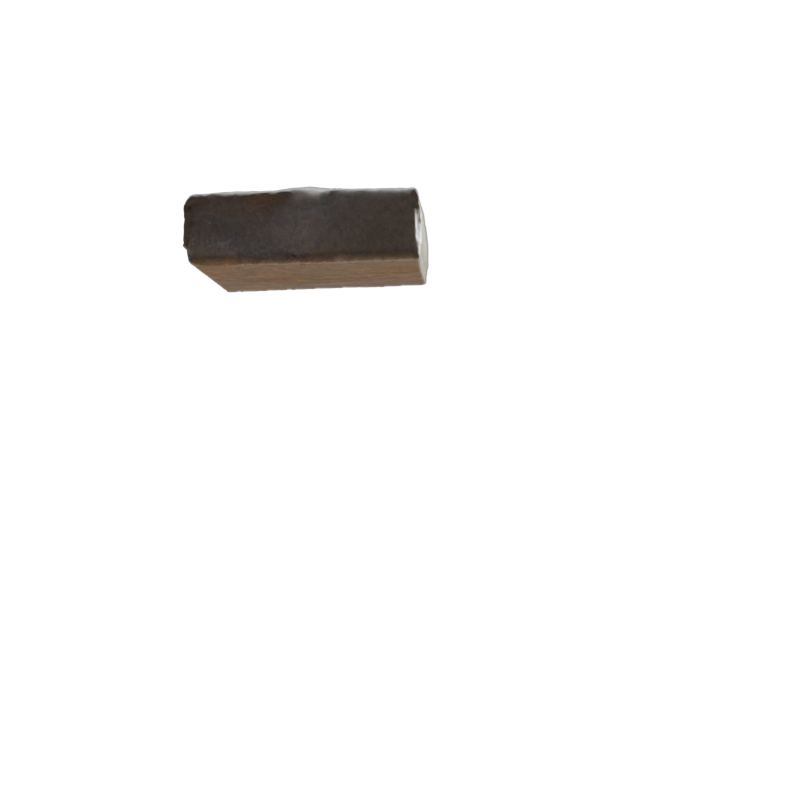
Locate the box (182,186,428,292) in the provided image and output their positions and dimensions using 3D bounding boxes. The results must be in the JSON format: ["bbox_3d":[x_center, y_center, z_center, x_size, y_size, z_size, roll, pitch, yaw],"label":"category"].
[{"bbox_3d":[-0.035,-0.063,0.442,0.090,0.031,0.071,0,-3,6],"label":"box"}]
